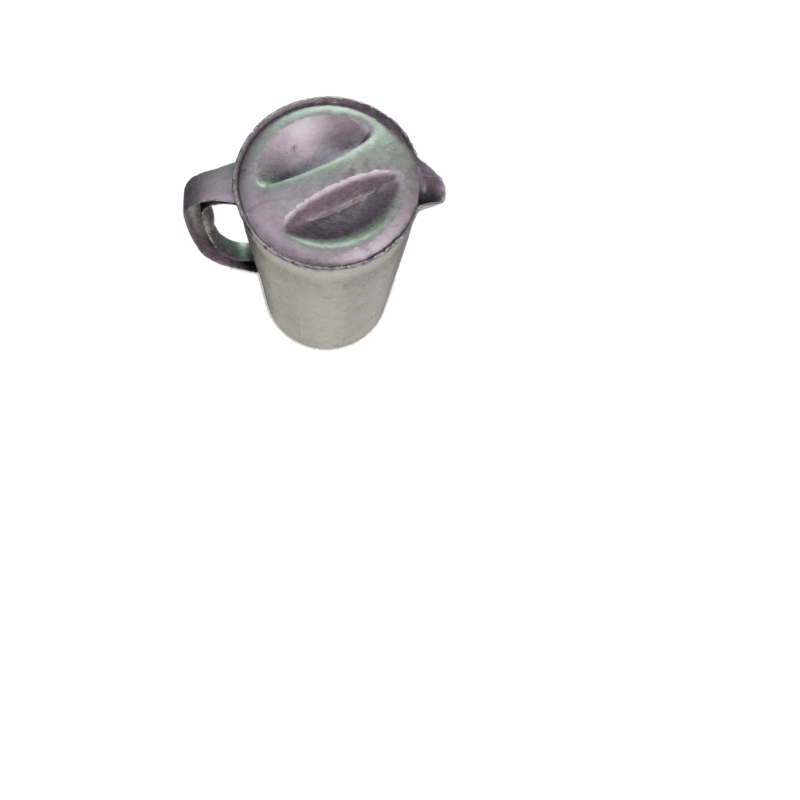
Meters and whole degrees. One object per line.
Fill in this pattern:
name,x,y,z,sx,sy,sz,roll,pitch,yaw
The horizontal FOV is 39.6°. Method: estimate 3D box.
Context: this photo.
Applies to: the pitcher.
pitcher,-0.068,-0.125,0.874,0.154,0.146,0.233,42,-15,10
